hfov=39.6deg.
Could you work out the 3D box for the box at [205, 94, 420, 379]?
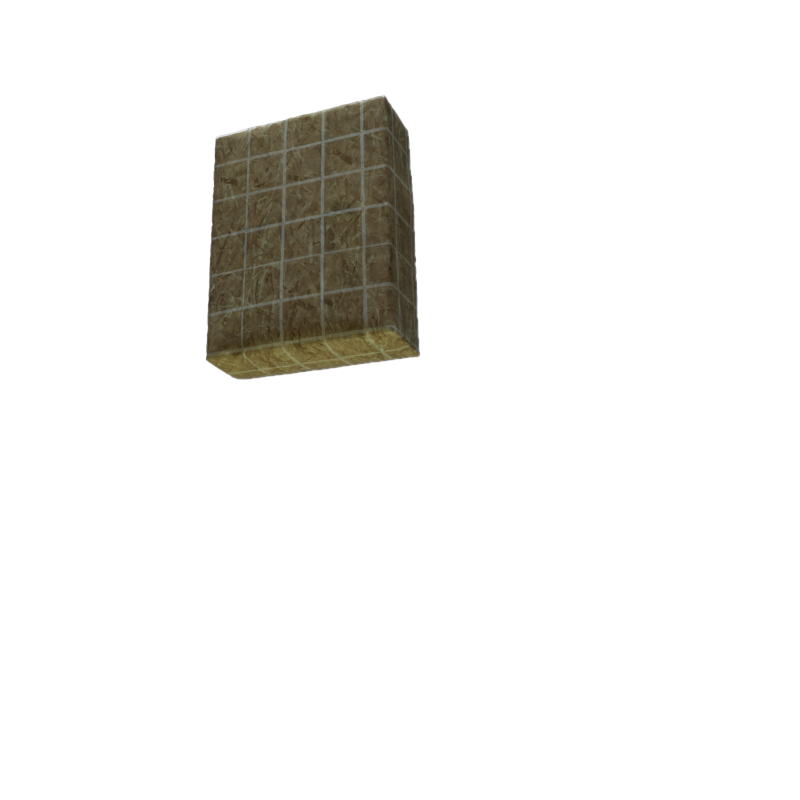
[{"bbox_3d":[-0.073,-0.133,0.931,0.167,0.226,0.067,-10,-26,20],"label":"box"}]
